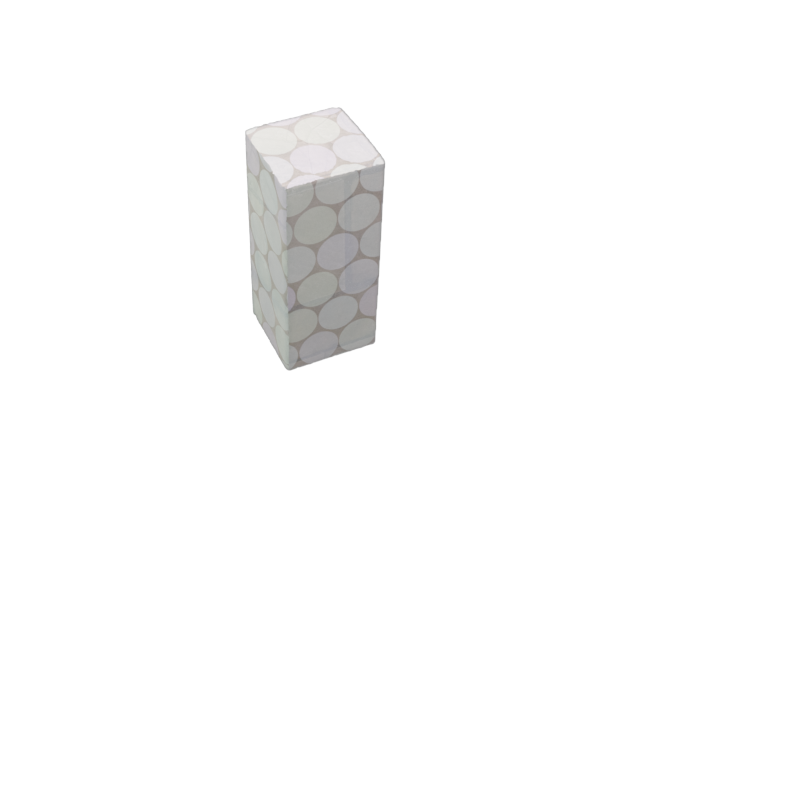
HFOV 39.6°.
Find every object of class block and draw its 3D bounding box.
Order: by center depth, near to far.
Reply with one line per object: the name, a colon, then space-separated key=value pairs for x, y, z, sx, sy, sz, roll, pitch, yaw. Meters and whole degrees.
block: x=-0.076 y=-0.138 z=0.964 sx=0.090 sy=0.192 sz=0.098 roll=-17 pitch=48 yaw=-20
